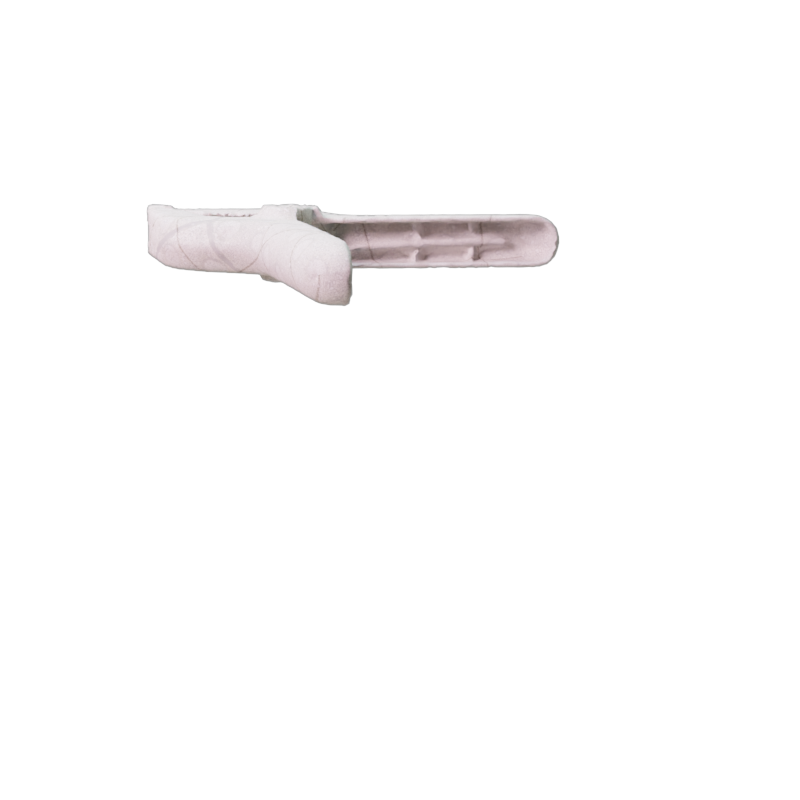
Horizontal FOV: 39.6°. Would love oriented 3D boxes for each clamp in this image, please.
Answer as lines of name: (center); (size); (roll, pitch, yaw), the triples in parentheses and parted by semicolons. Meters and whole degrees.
clamp: (-0.042, -0.076, 0.536); (0.160, 0.036, 0.221); (-12, 18, -42)
